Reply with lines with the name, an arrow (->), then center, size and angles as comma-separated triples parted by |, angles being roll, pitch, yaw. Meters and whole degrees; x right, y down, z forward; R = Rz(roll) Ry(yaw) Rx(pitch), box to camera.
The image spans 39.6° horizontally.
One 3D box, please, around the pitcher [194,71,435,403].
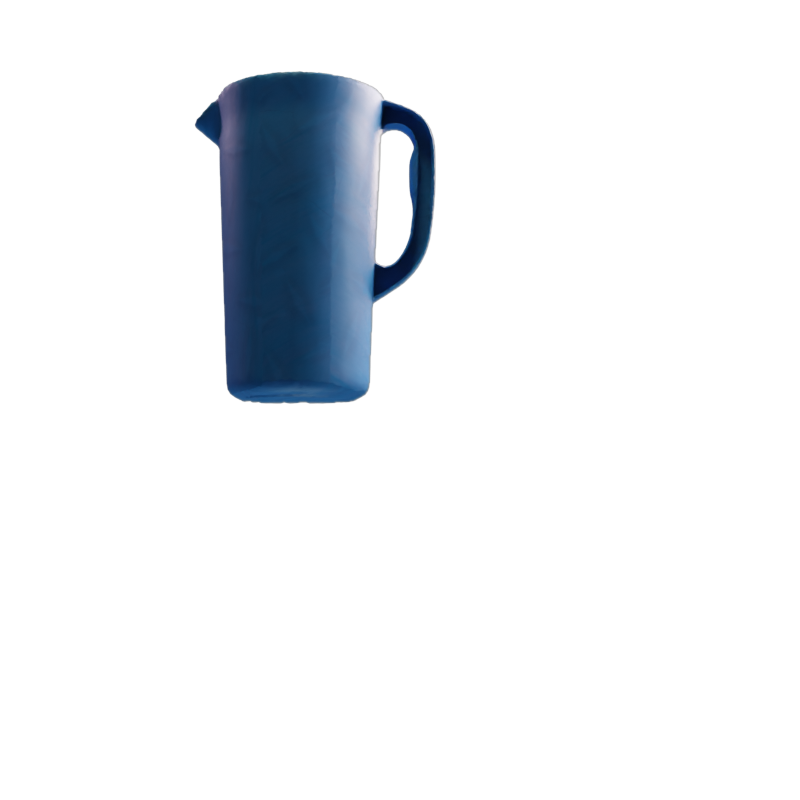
pitcher -> -0.067, -0.122, 0.855 | 0.153, 0.249, 0.138 | -10, -13, 44
